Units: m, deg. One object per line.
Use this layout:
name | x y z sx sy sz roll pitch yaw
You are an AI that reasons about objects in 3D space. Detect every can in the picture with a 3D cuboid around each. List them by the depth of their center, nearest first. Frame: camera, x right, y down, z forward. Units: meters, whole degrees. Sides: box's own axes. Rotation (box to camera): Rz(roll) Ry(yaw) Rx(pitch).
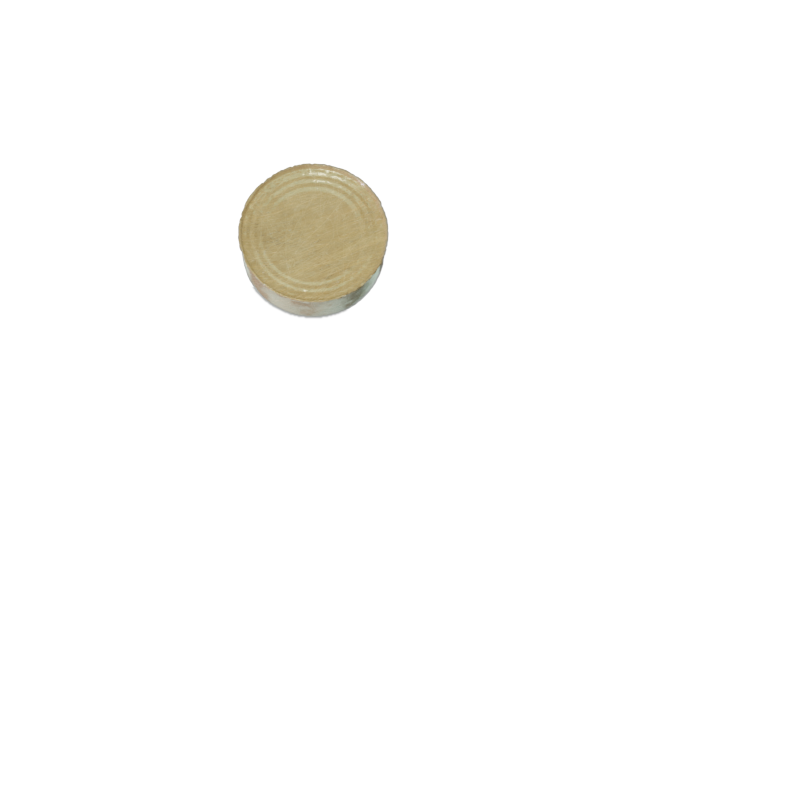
can | -0.051 -0.092 0.646 0.086 0.090 0.032 -1 -20 -1
